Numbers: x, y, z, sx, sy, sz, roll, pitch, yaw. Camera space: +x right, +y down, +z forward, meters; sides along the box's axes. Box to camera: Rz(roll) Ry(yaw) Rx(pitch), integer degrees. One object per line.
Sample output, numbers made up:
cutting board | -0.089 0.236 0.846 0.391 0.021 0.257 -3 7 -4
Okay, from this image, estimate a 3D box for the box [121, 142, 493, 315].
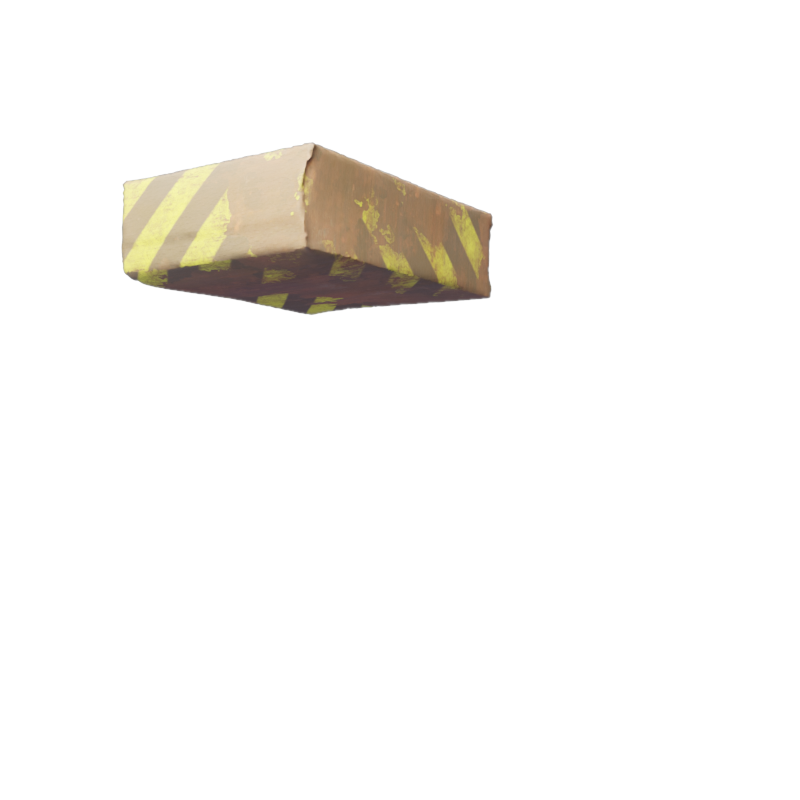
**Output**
box | -0.032 -0.058 0.409 0.092 0.040 0.108 -4 -5 37
